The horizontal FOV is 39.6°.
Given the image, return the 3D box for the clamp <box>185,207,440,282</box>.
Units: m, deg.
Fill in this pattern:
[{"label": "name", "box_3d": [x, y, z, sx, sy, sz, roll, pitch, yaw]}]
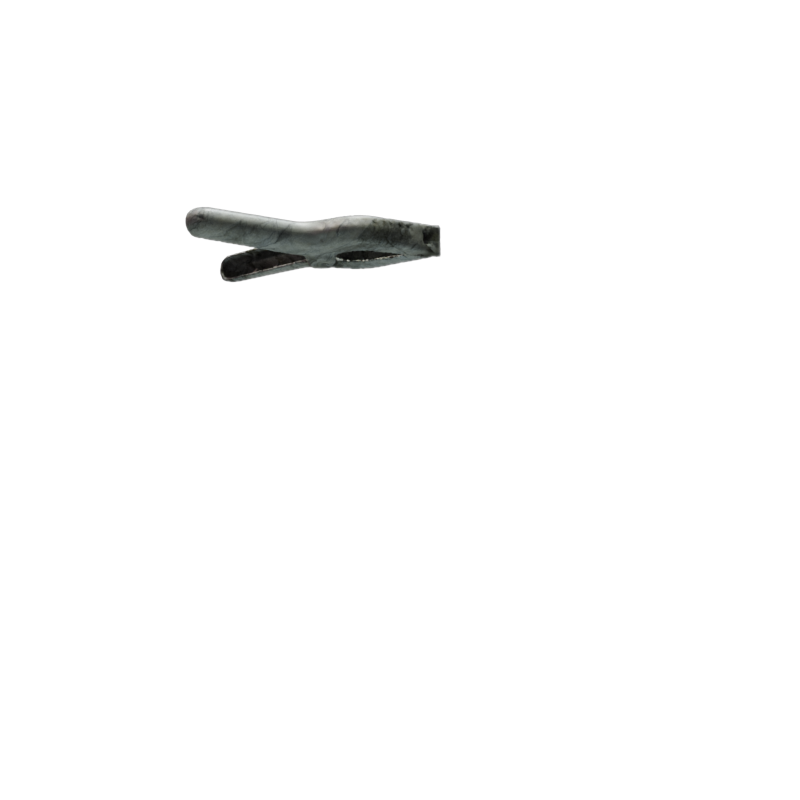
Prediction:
[{"label": "clamp", "box_3d": [-0.073, -0.134, 0.936, 0.213, 0.037, 0.158, -2, -8, 11]}]
